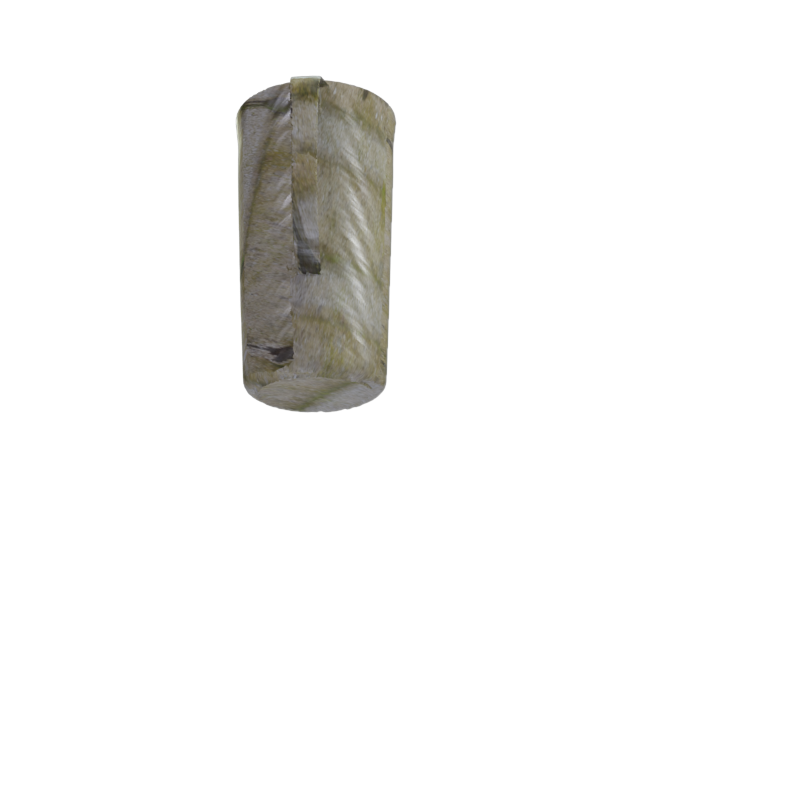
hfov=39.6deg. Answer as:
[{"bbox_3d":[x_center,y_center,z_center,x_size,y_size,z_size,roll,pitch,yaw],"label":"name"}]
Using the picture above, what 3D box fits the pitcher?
[{"bbox_3d":[-0.068,-0.124,0.866,0.140,0.256,0.146,19,-30,-40],"label":"pitcher"}]
